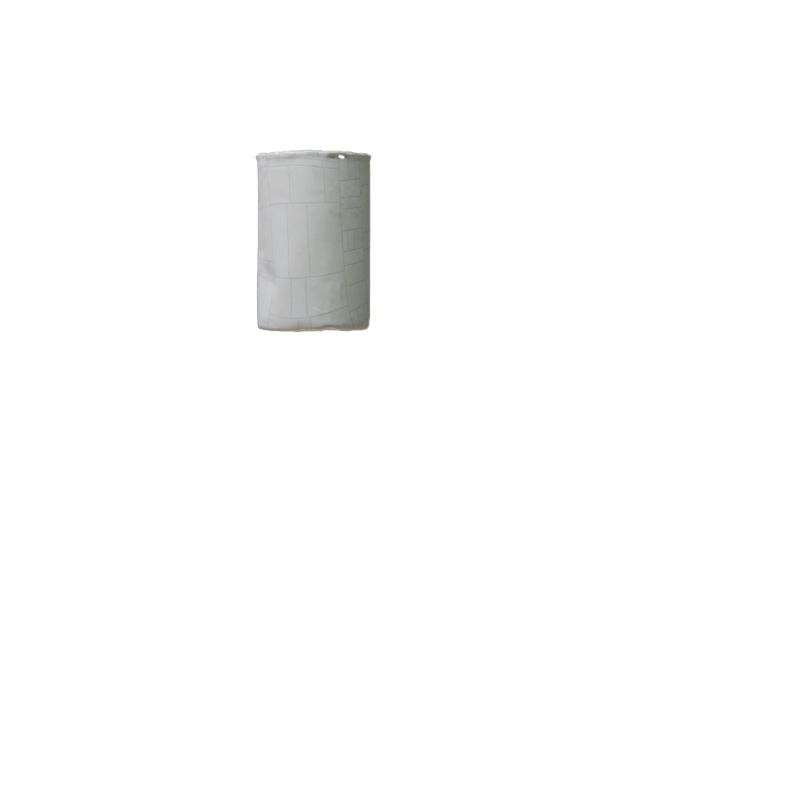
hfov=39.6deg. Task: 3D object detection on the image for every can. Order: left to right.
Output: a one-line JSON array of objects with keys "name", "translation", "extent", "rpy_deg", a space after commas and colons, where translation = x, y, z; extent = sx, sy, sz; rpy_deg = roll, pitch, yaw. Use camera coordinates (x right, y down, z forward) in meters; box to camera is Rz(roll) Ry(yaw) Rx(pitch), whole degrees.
[{"name": "can", "translation": [-0.051, -0.093, 0.649], "extent": [0.068, 0.102, 0.069], "rpy_deg": [0, 1, -2]}]
